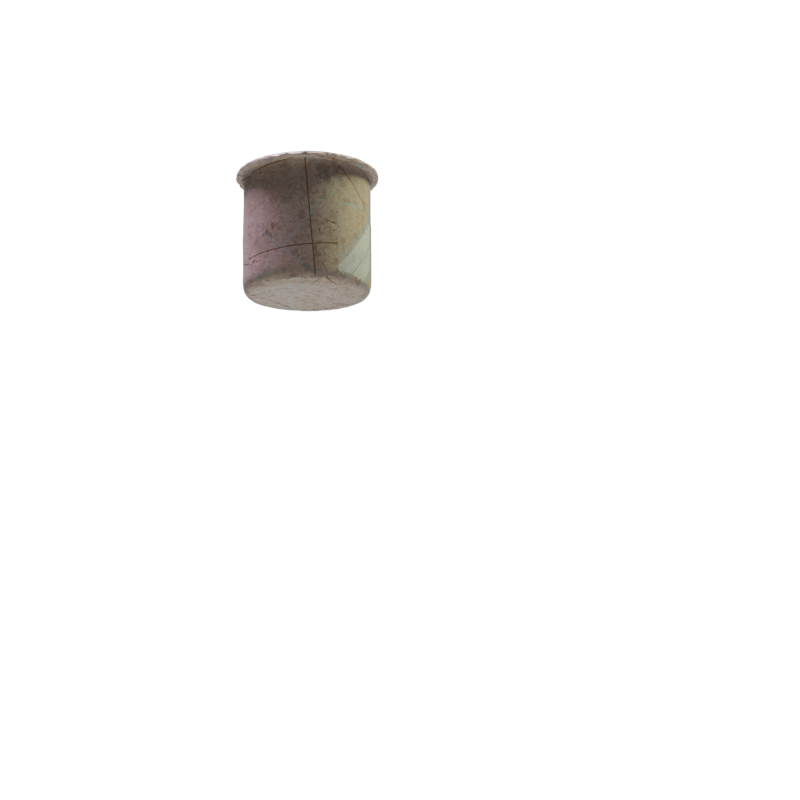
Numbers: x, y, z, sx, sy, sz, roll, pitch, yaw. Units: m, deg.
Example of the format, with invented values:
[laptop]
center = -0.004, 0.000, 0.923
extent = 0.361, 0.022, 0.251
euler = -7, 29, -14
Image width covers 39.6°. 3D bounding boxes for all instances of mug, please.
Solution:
[mug]
center = -0.057, -0.103, 0.723
extent = 0.095, 0.085, 0.111
euler = -4, -13, 16
